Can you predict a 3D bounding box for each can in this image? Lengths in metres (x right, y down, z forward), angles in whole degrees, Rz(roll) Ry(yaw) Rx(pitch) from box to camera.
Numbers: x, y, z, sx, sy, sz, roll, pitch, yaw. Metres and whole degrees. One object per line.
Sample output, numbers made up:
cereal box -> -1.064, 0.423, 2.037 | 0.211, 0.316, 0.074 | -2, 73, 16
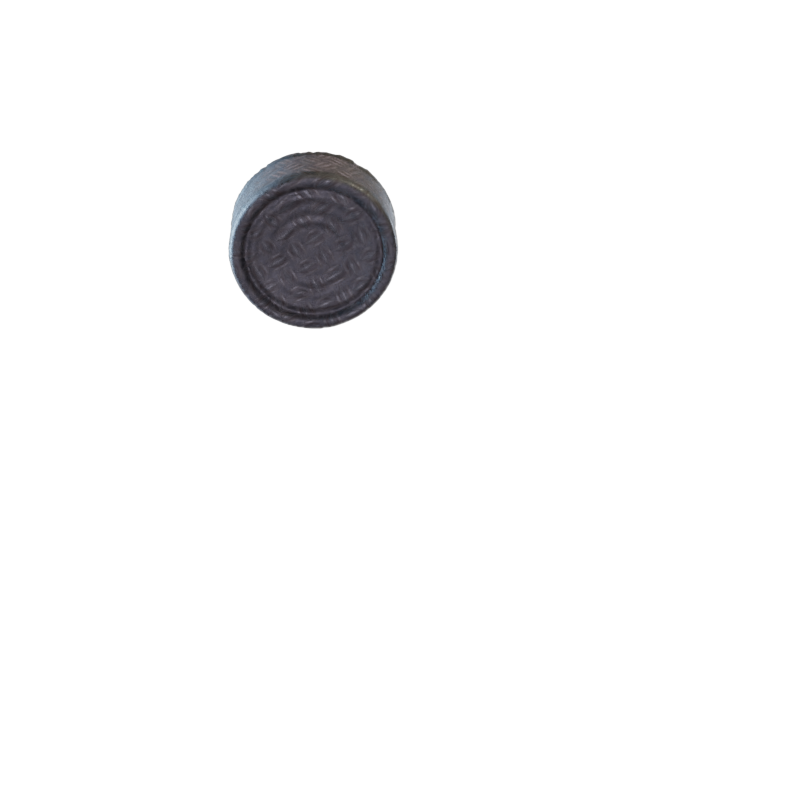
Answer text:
can -> -0.044, -0.080, 0.562 | 0.086, 0.081, 0.035 | 1, 25, -1
